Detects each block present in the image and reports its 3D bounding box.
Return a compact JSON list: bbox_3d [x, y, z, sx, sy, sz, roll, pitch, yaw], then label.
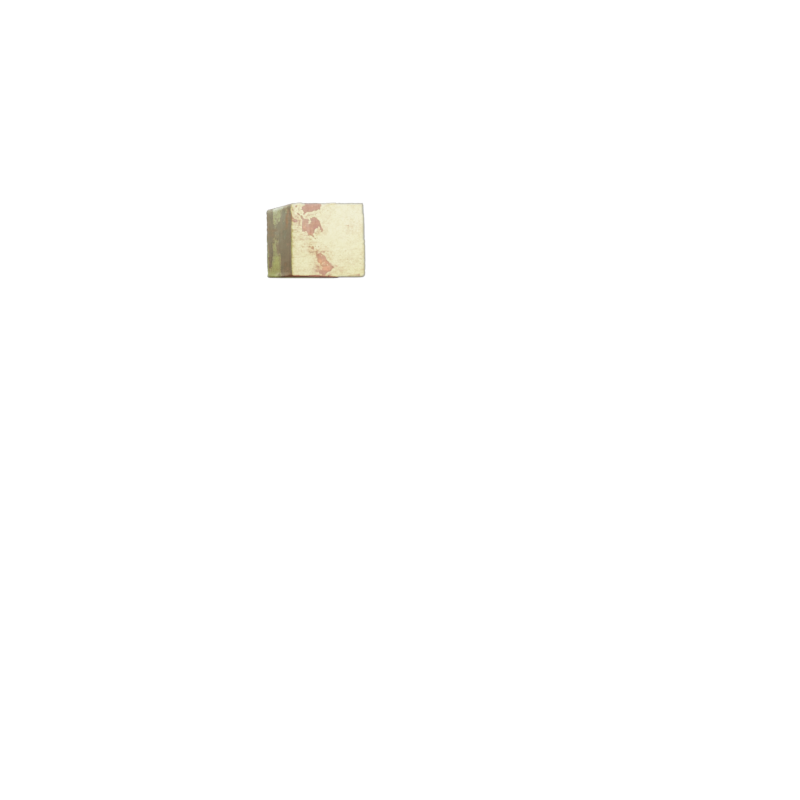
[{"bbox_3d":[-0.061,-0.112,0.784,0.051,0.051,0.080,-1,4,-19],"label":"block"}]
